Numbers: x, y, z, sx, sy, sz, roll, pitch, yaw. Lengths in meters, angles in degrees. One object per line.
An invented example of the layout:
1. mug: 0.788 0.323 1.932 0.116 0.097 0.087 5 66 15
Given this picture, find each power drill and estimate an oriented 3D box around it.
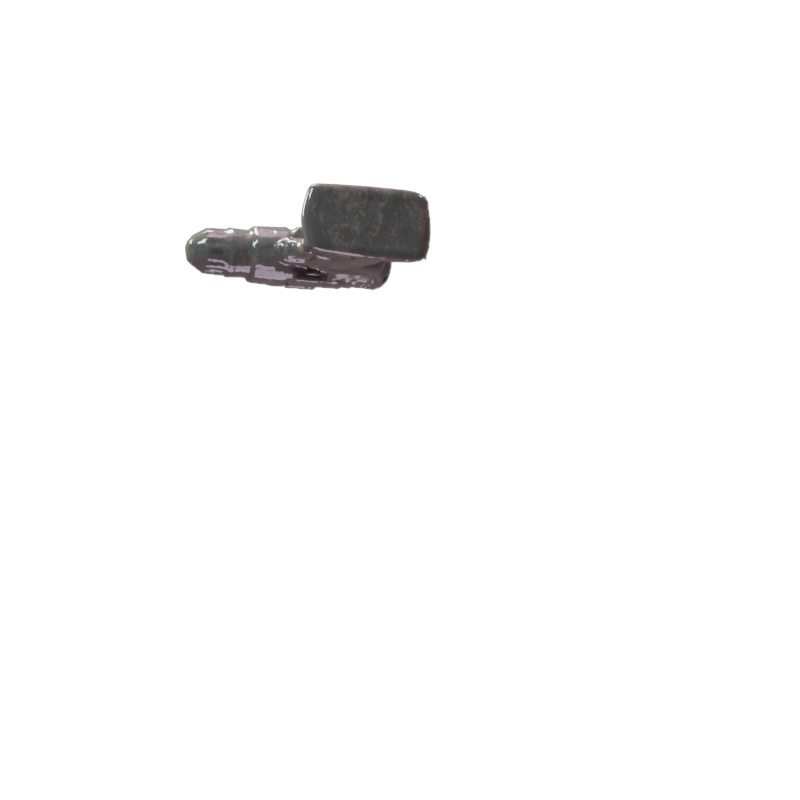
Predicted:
1. power drill: -0.071 -0.130 0.911 0.180 0.058 0.189 1 -3 -20
